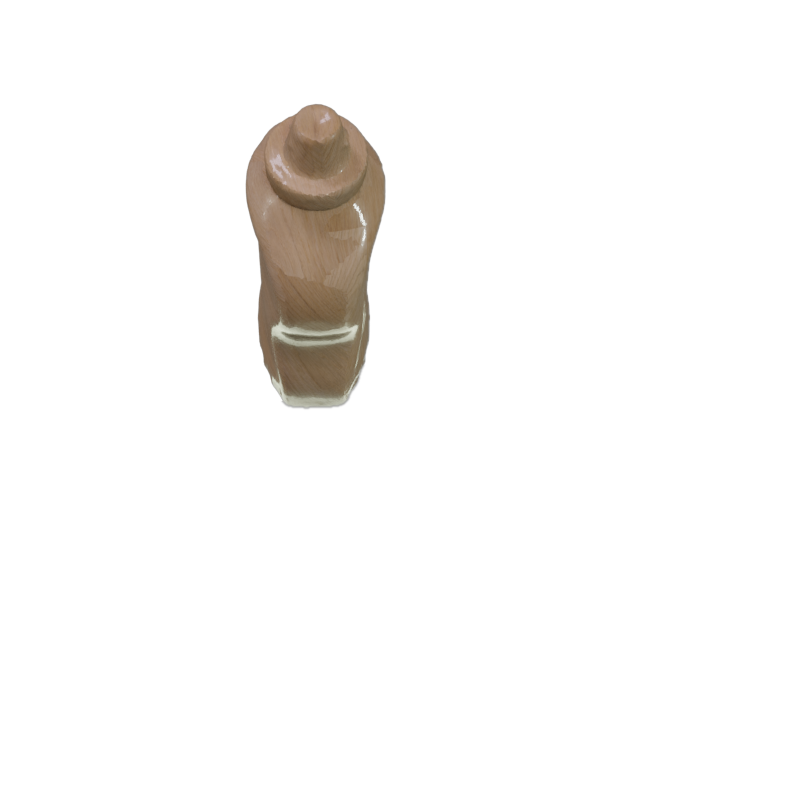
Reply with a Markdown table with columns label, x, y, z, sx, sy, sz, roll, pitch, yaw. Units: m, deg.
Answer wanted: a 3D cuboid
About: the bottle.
| label | x | y | z | sx | sy | sz | roll | pitch | yaw |
| --- | --- | --- | --- | --- | --- | --- | --- | --- | --- |
| bottle | -0.039 | -0.071 | 0.499 | 0.058 | 0.101 | 0.182 | 1 | -22 | -4 |
